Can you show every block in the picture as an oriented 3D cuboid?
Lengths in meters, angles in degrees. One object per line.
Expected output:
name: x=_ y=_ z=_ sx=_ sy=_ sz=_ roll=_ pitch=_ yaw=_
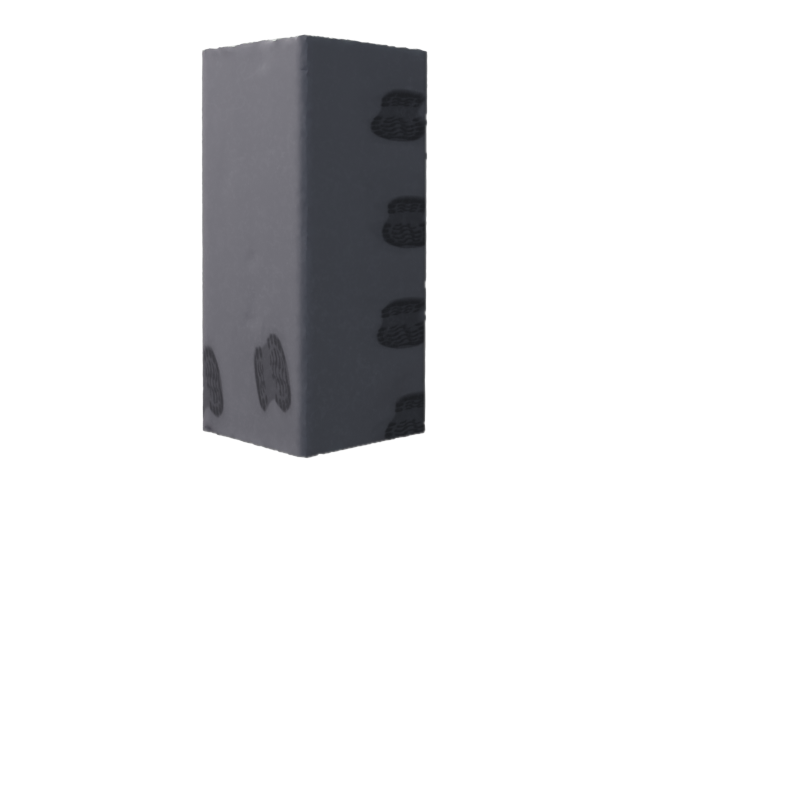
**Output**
block: x=-0.047 y=-0.085 z=0.598 sx=0.087 sy=0.205 sz=0.094 roll=-4 pitch=6 yaw=-44
